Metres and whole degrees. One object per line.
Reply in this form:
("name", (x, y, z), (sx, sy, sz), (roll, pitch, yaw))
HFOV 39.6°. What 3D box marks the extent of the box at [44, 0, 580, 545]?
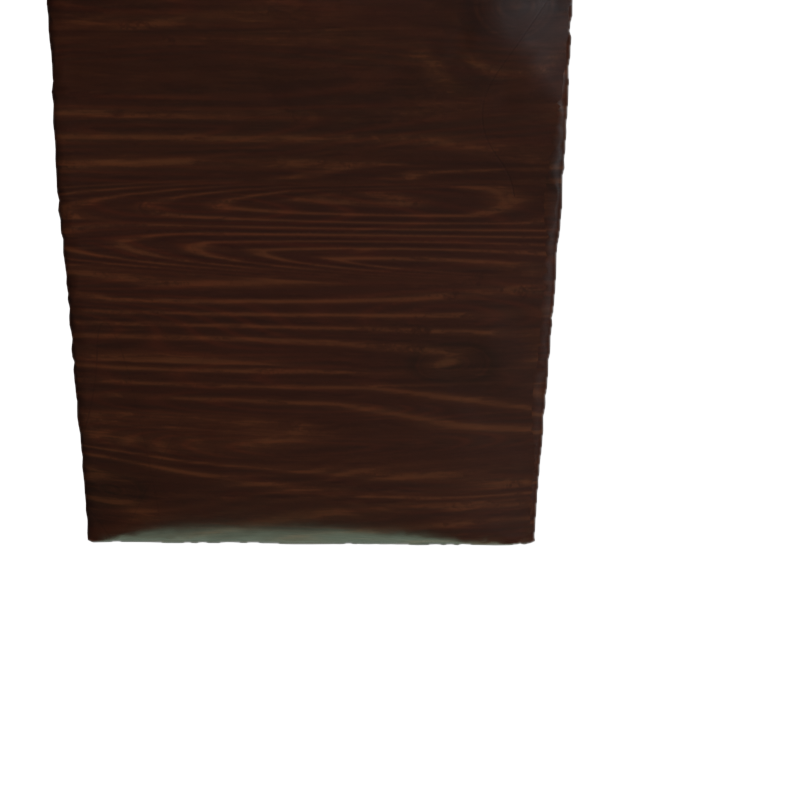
("box", (-0.030, -0.055, 0.387), (0.164, 0.204, 0.075), (1, 21, 1))
